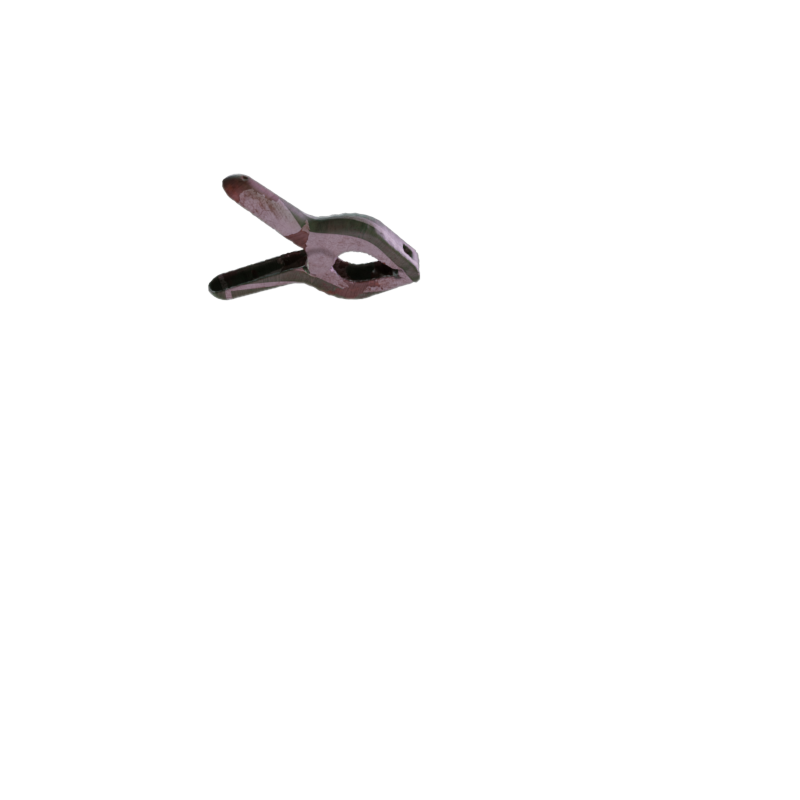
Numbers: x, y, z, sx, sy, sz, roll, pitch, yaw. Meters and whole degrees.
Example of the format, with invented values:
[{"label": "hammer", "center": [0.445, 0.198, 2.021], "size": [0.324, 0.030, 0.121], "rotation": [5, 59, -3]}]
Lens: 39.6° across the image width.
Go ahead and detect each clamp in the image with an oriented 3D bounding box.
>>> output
[{"label": "clamp", "center": [-0.068, -0.125, 0.873], "size": [0.171, 0.042, 0.112], "rotation": [1, -41, -1]}]
